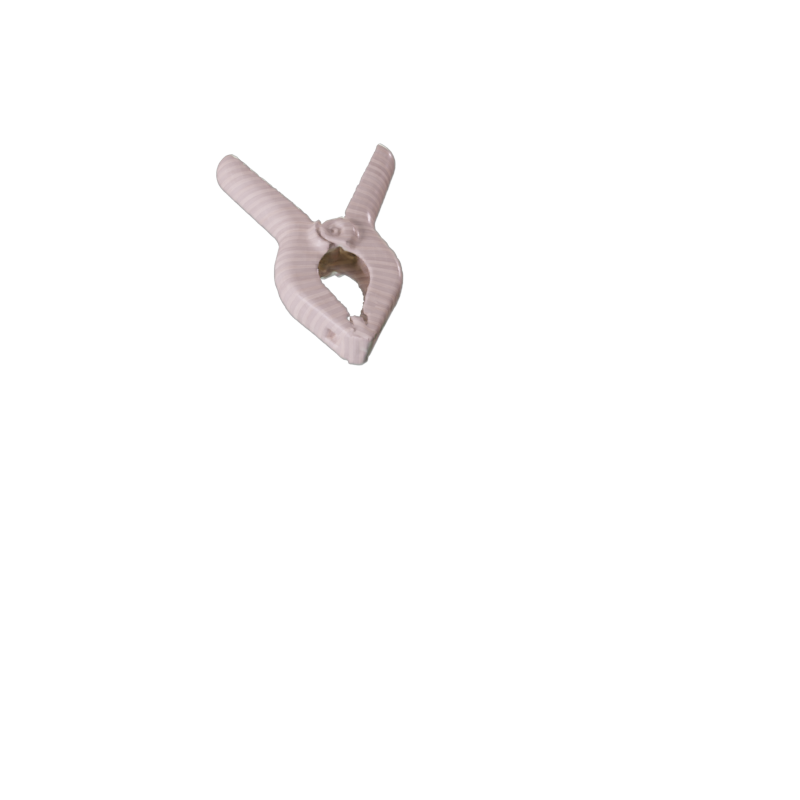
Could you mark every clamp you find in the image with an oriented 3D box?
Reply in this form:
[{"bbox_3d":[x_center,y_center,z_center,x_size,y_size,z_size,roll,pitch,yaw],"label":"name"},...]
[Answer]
[{"bbox_3d":[-0.054,-0.099,0.696,0.119,0.185,0.036,-4,-40,-4],"label":"clamp"}]
